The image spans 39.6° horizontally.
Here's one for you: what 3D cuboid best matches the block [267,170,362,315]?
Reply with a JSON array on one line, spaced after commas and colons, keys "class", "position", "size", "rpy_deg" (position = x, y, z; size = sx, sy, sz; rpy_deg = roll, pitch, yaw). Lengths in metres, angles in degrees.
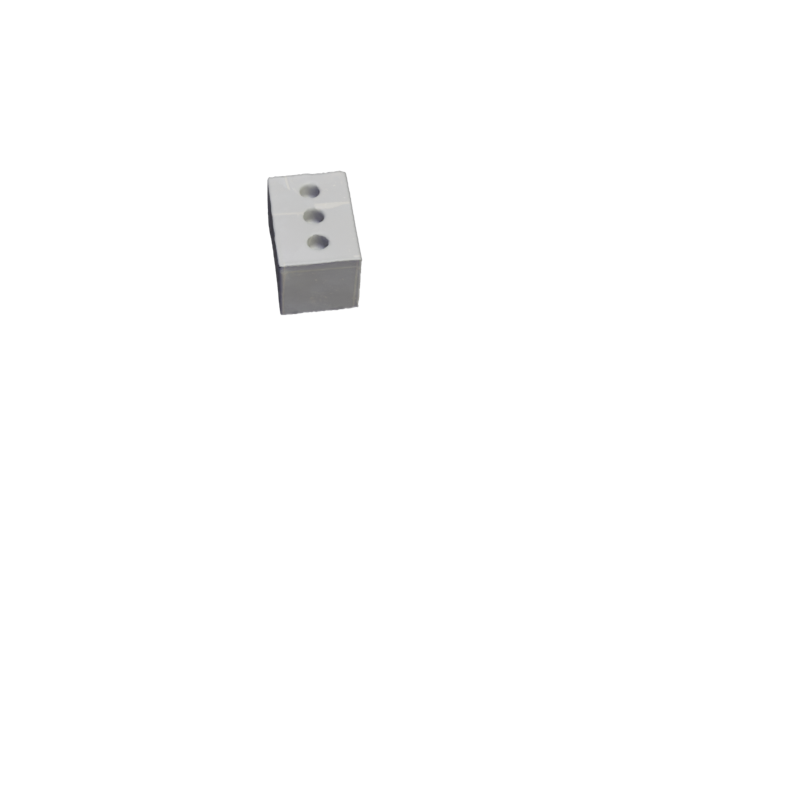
[{"class": "block", "position": [-0.056, -0.101, 0.709], "size": [0.052, 0.084, 0.048], "rpy_deg": [-6, -37, -7]}]
